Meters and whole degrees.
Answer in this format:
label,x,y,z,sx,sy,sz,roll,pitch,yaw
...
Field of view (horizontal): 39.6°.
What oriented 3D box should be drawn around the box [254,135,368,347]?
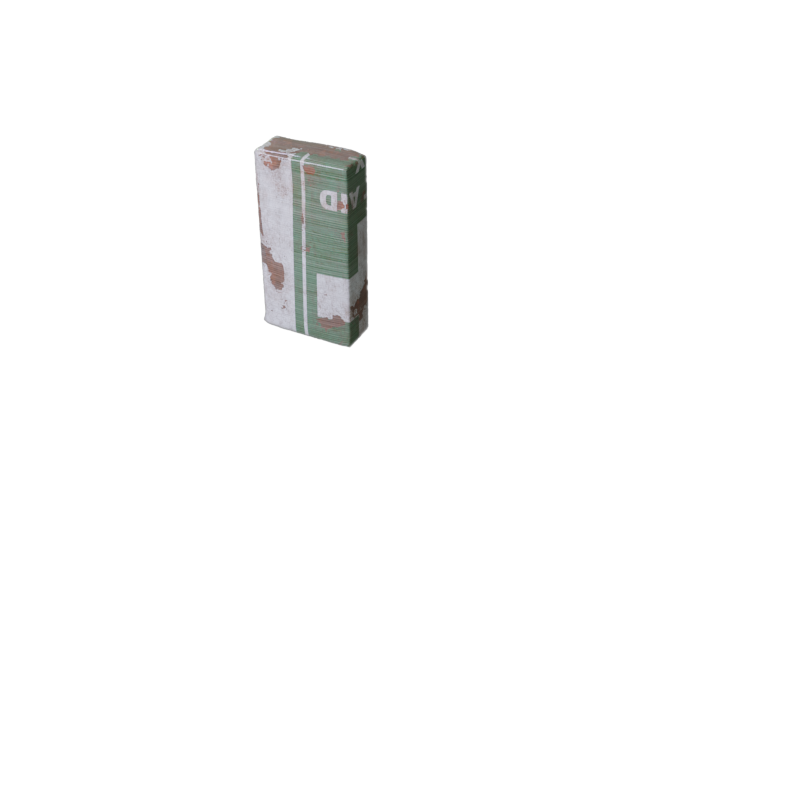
label,x,y,z,sx,sy,sz,roll,pitch,yaw
box,-0.076,-0.140,0.980,0.097,0.166,0.049,16,32,24
